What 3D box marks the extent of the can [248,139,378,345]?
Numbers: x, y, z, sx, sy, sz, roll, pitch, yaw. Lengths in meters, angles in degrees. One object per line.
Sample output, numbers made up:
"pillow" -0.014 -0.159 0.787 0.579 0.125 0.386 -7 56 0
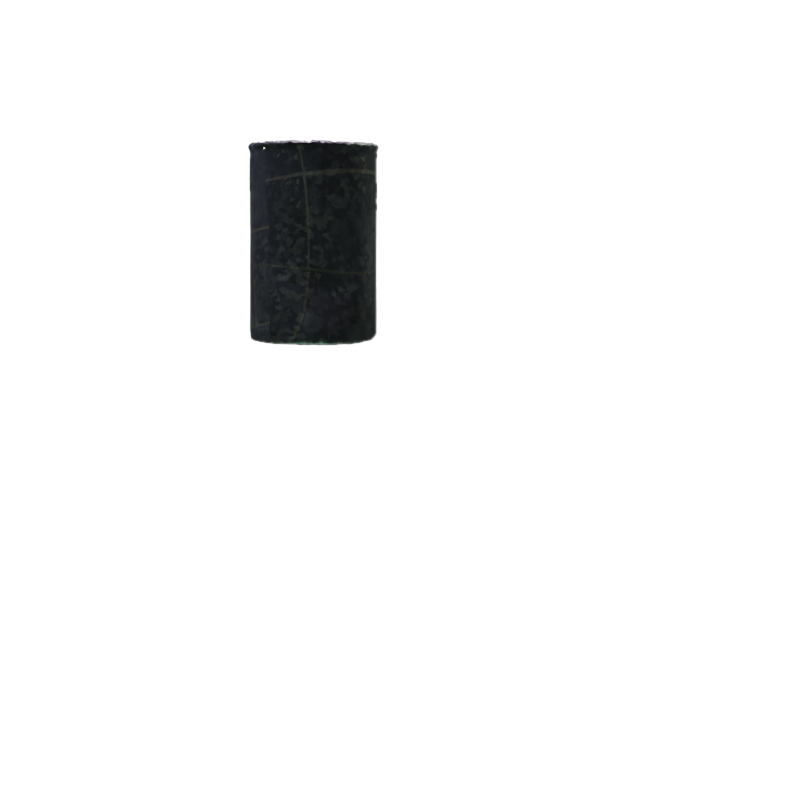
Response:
"can" -0.045 -0.083 0.581 0.068 0.102 0.069 0 4 -2
